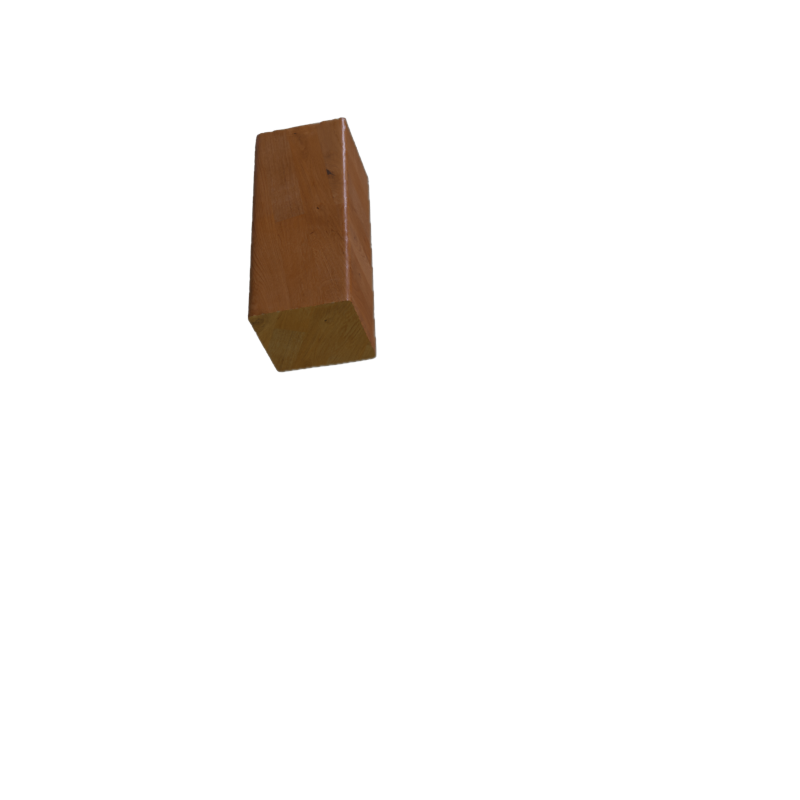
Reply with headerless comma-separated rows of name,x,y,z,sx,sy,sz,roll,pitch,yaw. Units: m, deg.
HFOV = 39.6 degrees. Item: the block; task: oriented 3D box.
block,-0.077,-0.140,0.981,0.091,0.221,0.084,-10,-36,10
